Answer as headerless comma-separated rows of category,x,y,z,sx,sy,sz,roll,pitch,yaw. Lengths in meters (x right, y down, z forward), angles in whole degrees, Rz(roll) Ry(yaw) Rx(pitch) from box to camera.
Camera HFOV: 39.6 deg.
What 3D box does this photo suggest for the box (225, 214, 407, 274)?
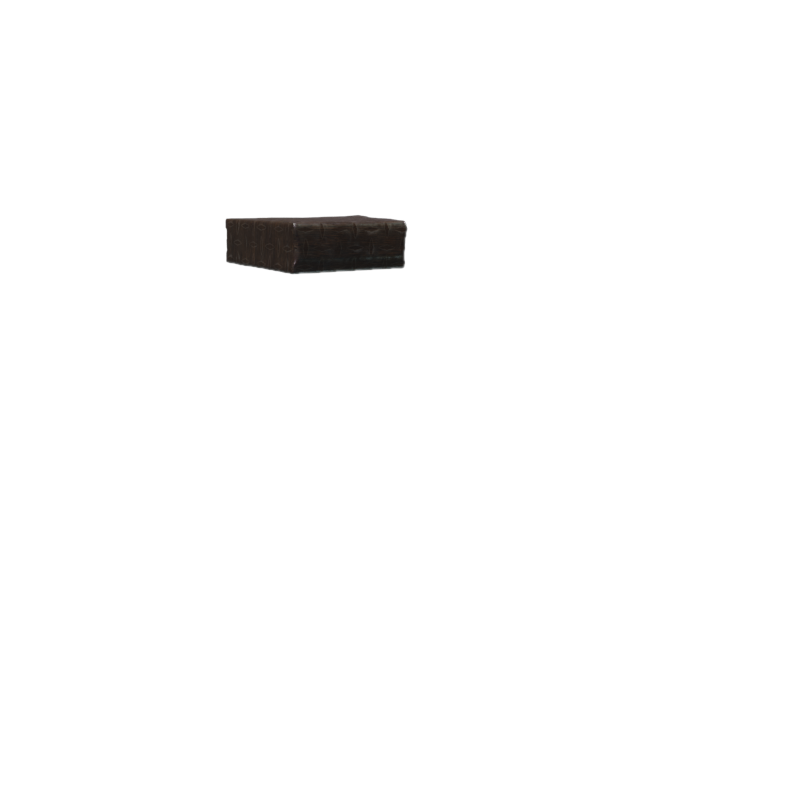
box,-0.050,-0.091,0.639,0.071,0.030,0.093,-6,11,-30
